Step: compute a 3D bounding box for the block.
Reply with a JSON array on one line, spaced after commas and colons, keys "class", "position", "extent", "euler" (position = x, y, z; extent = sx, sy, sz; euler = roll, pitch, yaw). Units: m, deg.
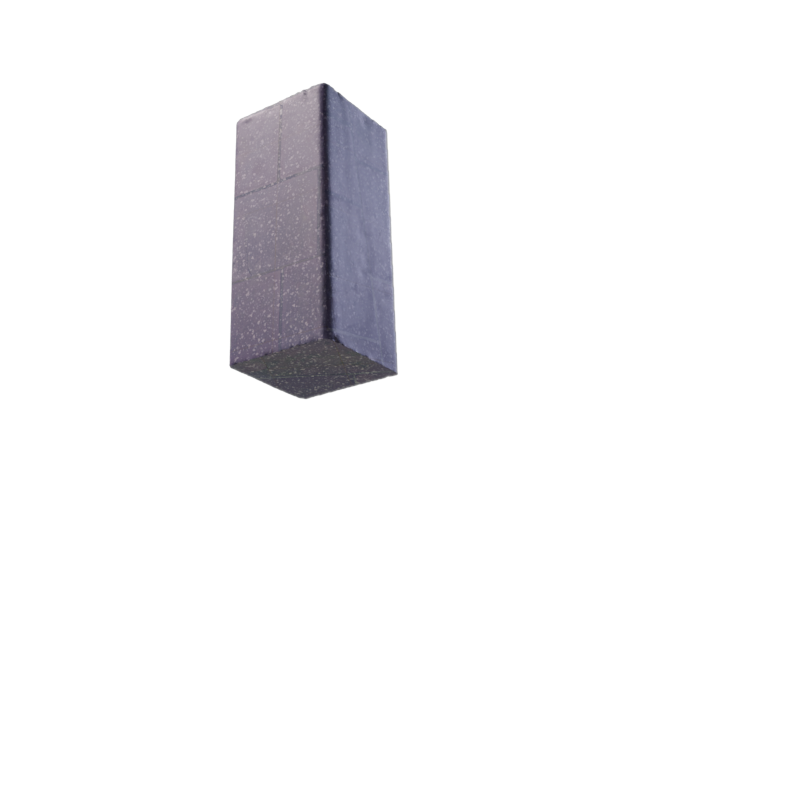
[{"class": "block", "position": [-0.066, -0.119, 0.831], "extent": [0.092, 0.218, 0.084], "euler": [-18, -30, 31]}]
